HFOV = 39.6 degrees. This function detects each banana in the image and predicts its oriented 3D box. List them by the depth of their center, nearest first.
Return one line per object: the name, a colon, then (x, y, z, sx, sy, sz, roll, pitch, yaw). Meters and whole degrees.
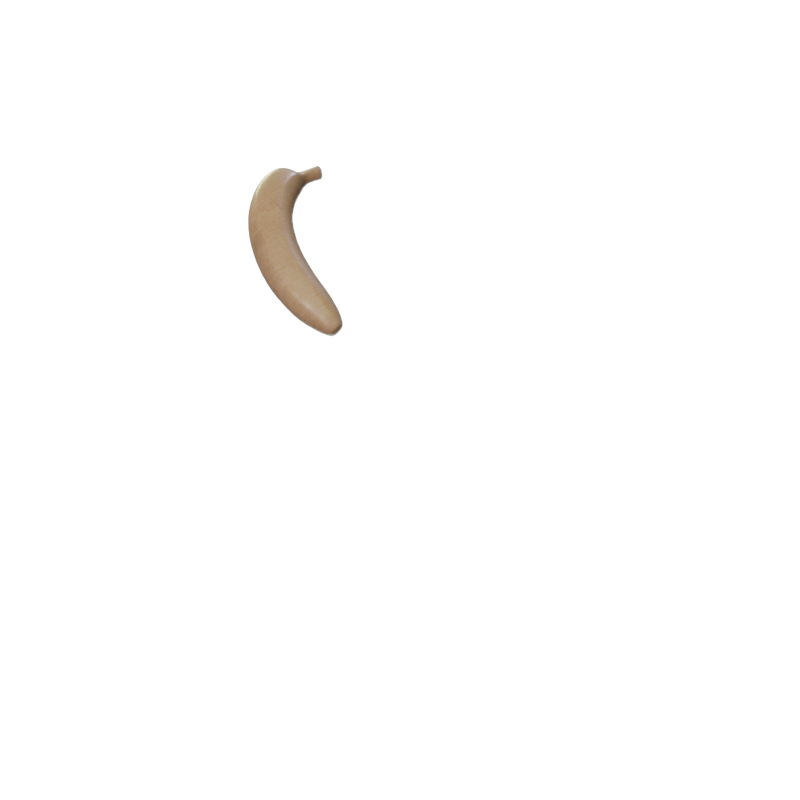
banana: (-0.091, -0.134, 0.924, 0.069, 0.213, 0.034, -5, -40, -5)
